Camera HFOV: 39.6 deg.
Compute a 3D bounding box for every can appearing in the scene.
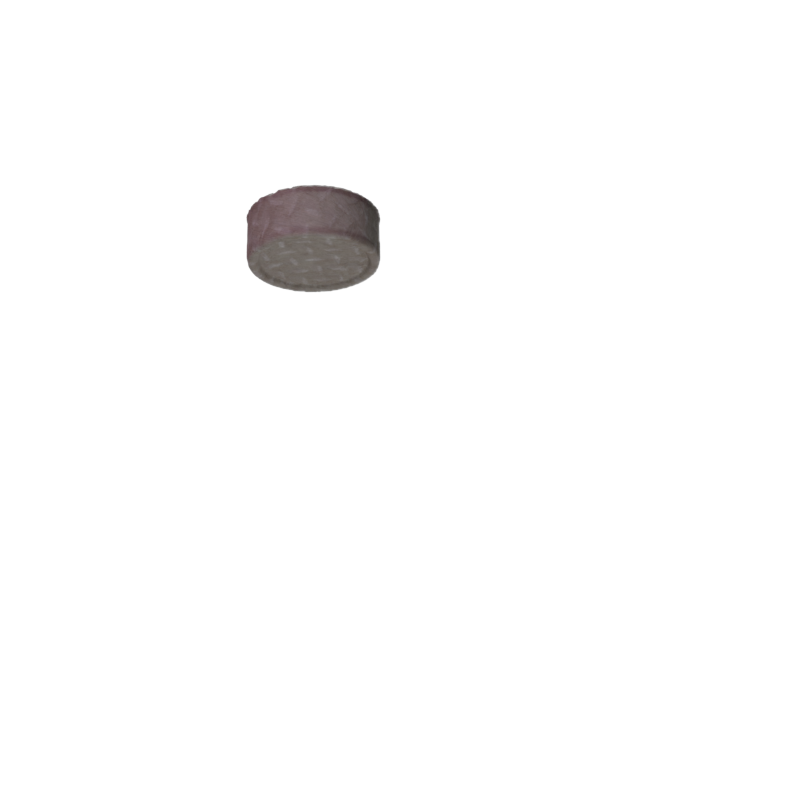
[{"bbox_3d":[-0.055,-0.101,0.704,0.086,0.035,0.081,0,-22,-2],"label":"can"}]
